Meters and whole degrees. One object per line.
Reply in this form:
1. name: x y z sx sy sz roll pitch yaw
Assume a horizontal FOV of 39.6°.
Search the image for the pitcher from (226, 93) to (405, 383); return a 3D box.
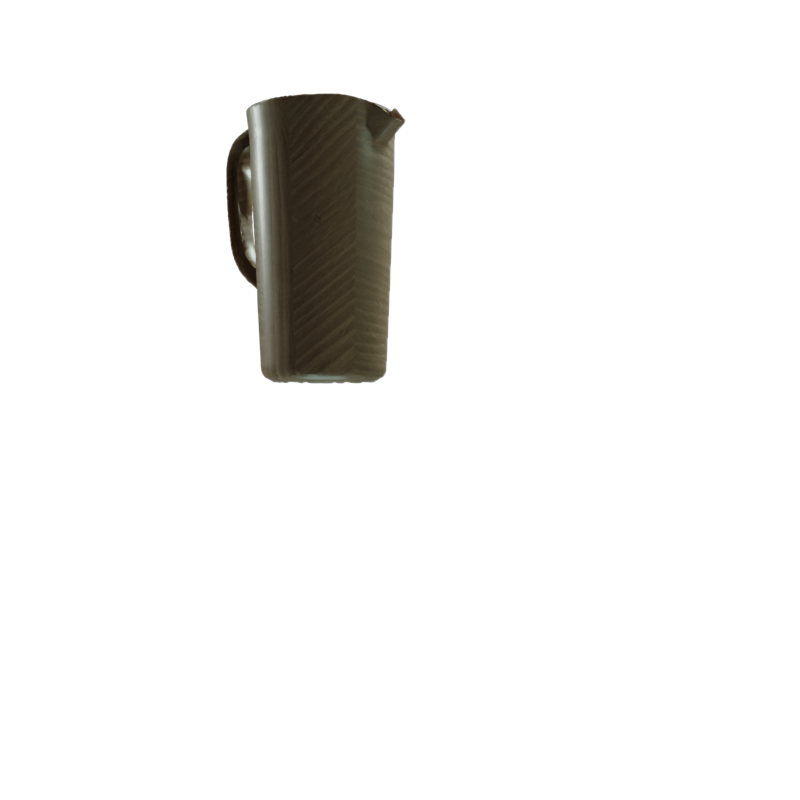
1. pitcher: -0.076 -0.138 0.967 0.143 0.246 0.150 0 -4 -11
